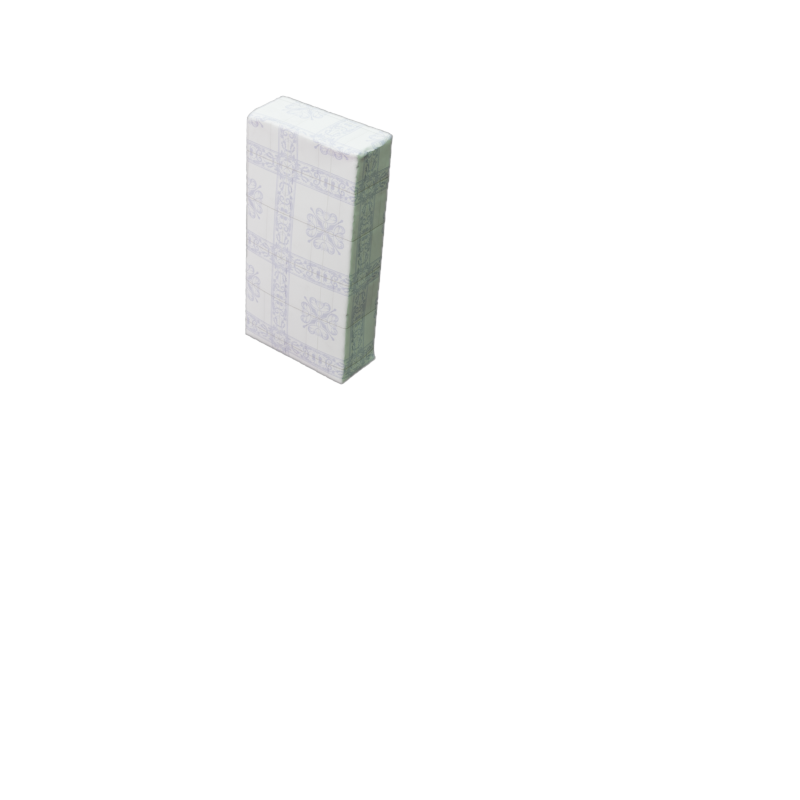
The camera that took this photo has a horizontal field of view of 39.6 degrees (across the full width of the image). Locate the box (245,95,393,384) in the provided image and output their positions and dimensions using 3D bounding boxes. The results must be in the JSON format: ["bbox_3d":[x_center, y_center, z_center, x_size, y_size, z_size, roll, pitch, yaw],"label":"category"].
[{"bbox_3d":[-0.058,-0.106,0.743,0.099,0.165,0.048,26,41,29],"label":"box"}]
